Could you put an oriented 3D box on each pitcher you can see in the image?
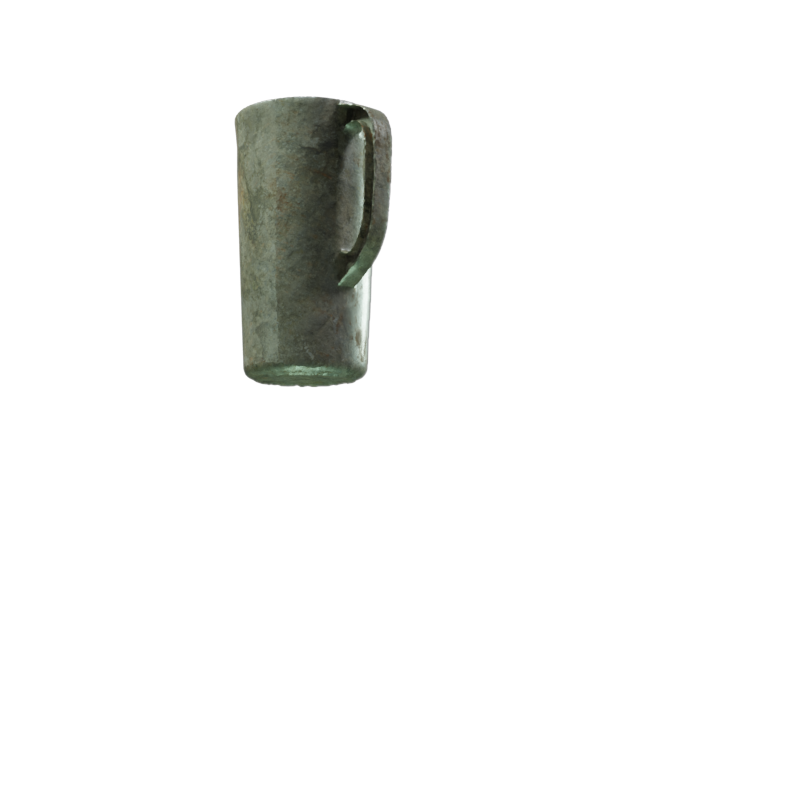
[{"bbox_3d":[-0.076,-0.139,0.974,0.146,0.251,0.144,-1,-12,4],"label":"pitcher"}]
